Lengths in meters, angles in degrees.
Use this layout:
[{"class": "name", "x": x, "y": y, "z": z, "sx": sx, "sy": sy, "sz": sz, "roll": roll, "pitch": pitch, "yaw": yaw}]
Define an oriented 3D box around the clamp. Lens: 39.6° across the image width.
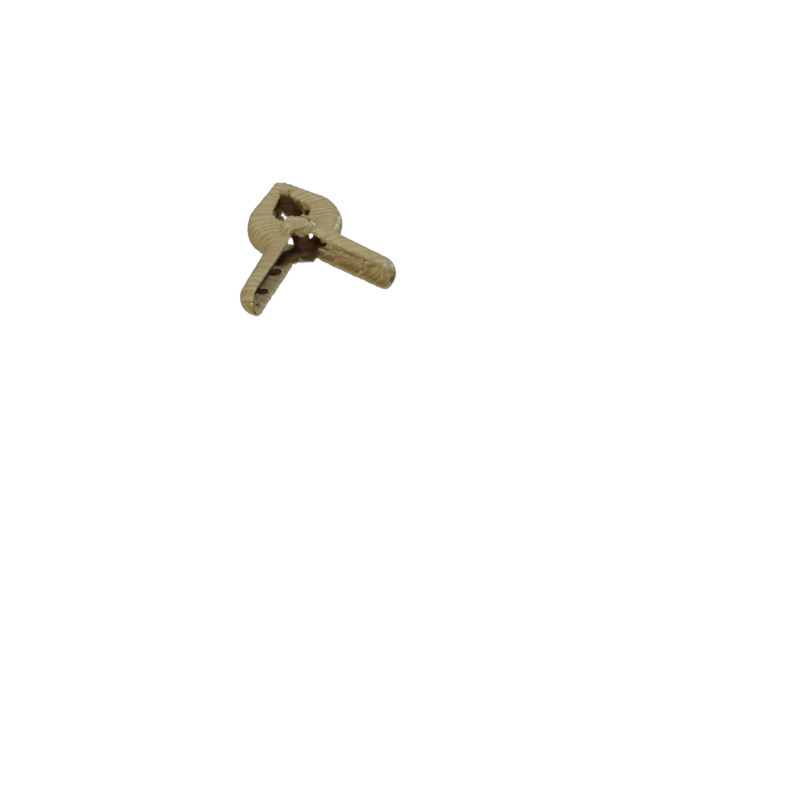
[{"class": "clamp", "x": -0.071, "y": -0.129, "z": 0.902, "sx": 0.119, "sy": 0.037, "sz": 0.184, "roll": -3, "pitch": 39, "yaw": -5}]
